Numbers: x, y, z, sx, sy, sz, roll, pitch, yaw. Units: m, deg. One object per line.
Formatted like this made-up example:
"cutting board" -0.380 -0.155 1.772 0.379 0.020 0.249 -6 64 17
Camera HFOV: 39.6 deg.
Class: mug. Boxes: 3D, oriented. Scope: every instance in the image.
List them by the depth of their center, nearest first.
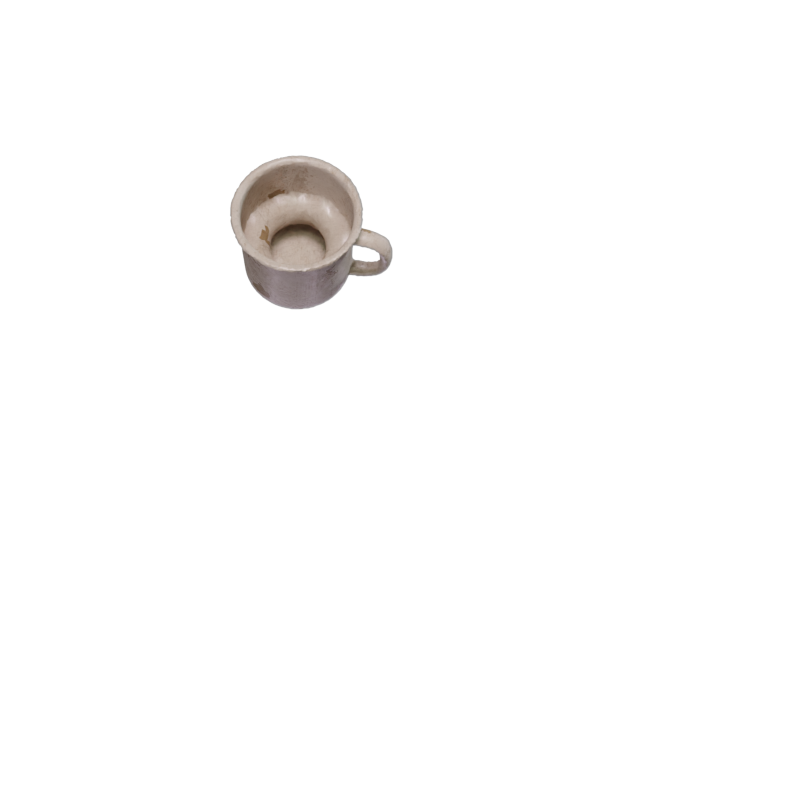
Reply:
"mug" -0.063 -0.115 0.807 0.118 0.098 0.077 11 -24 4
